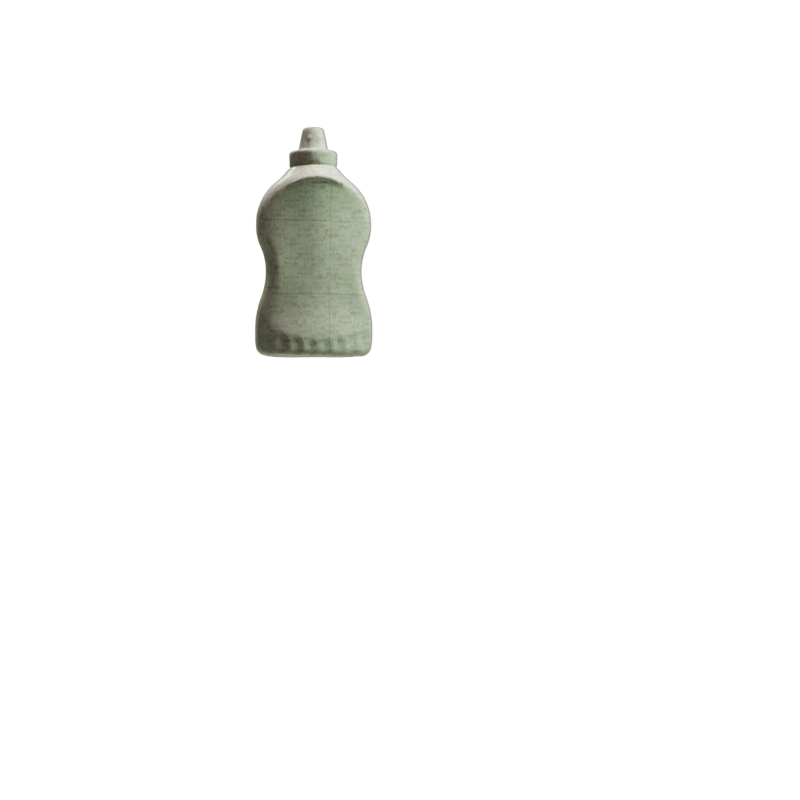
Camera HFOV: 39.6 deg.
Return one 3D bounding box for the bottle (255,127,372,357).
[{"bbox_3d":[-0.073,-0.132,0.927,0.095,0.194,0.058,0,-4,-8],"label":"bottle"}]
